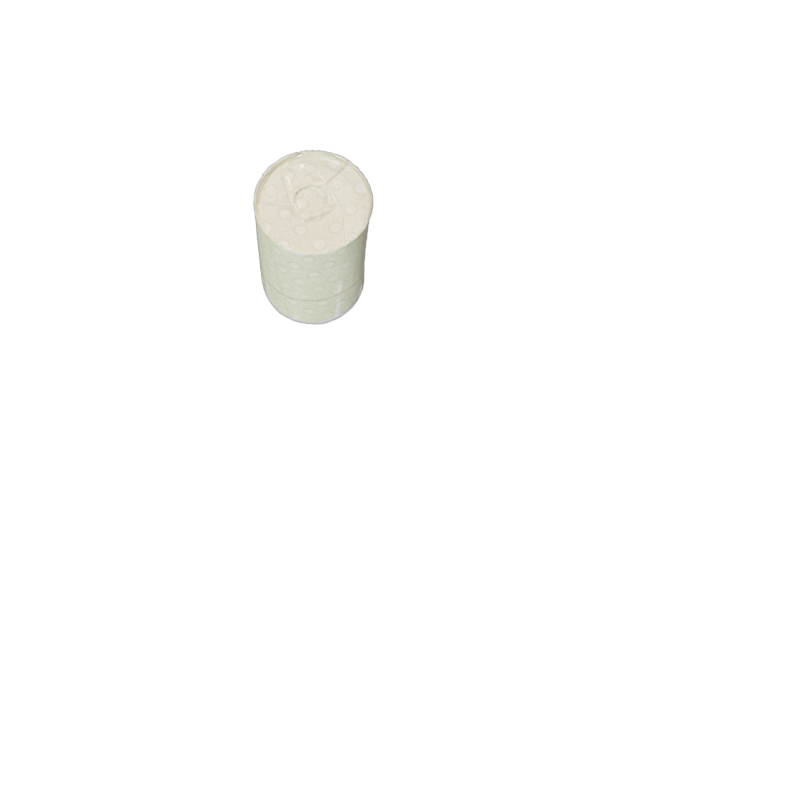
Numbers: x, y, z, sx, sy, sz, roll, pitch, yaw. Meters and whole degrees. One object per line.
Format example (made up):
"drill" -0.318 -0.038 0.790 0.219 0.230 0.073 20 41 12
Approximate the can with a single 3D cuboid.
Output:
"can" -0.052 -0.096 0.669 0.068 0.072 0.097 0 -23 -3
